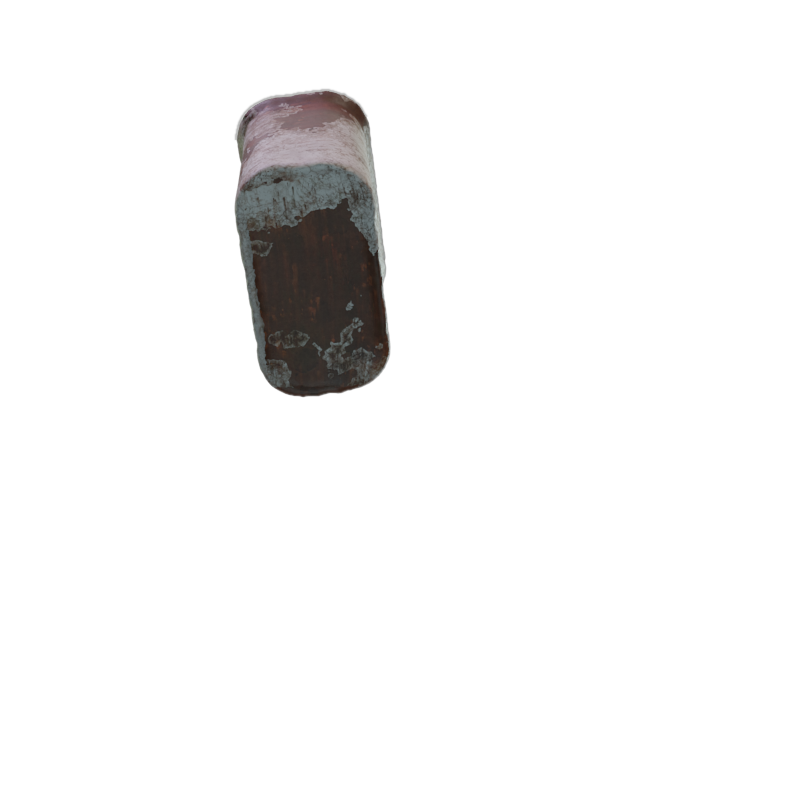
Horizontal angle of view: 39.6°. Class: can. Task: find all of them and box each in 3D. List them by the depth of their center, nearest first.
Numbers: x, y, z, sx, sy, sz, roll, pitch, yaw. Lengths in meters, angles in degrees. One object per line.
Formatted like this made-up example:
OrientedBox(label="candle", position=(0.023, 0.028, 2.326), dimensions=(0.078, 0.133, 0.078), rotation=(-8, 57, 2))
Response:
OrientedBox(label="can", position=(-0.035, -0.064, 0.450), dimensions=(0.057, 0.096, 0.089), rotation=(-7, 27, 1))
